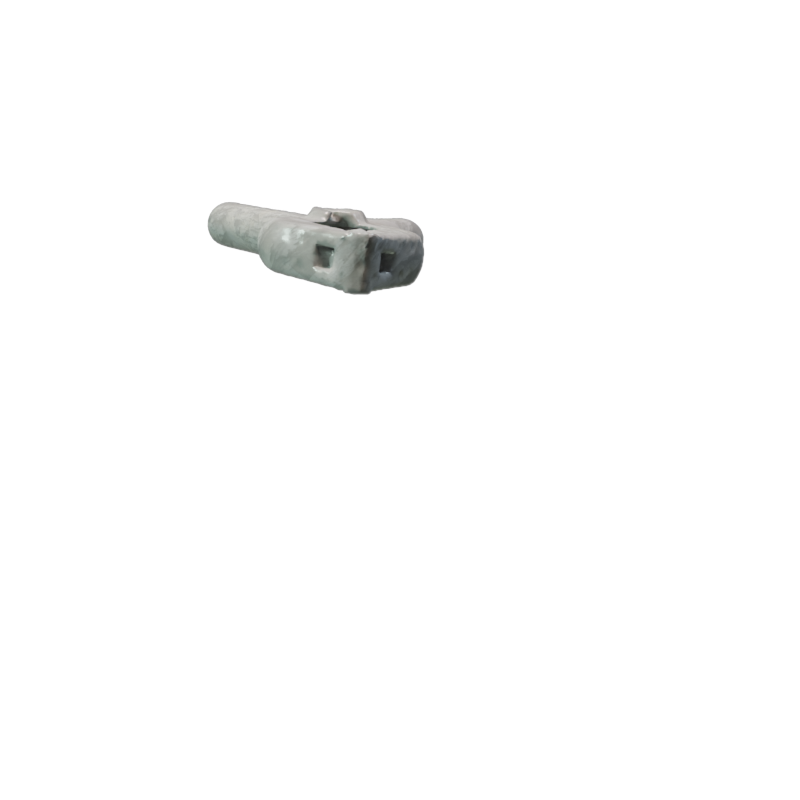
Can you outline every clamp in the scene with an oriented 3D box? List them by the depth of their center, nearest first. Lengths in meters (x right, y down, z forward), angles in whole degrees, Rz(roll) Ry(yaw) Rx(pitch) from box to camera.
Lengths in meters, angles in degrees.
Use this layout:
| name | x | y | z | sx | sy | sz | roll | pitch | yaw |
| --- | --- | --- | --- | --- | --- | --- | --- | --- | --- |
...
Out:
| name | x | y | z | sx | sy | sz | roll | pitch | yaw |
| --- | --- | --- | --- | --- | --- | --- | --- | --- | --- |
| clamp | -0.044 | -0.079 | 0.556 | 0.120 | 0.039 | 0.174 | 0 | 10 | -1 |
